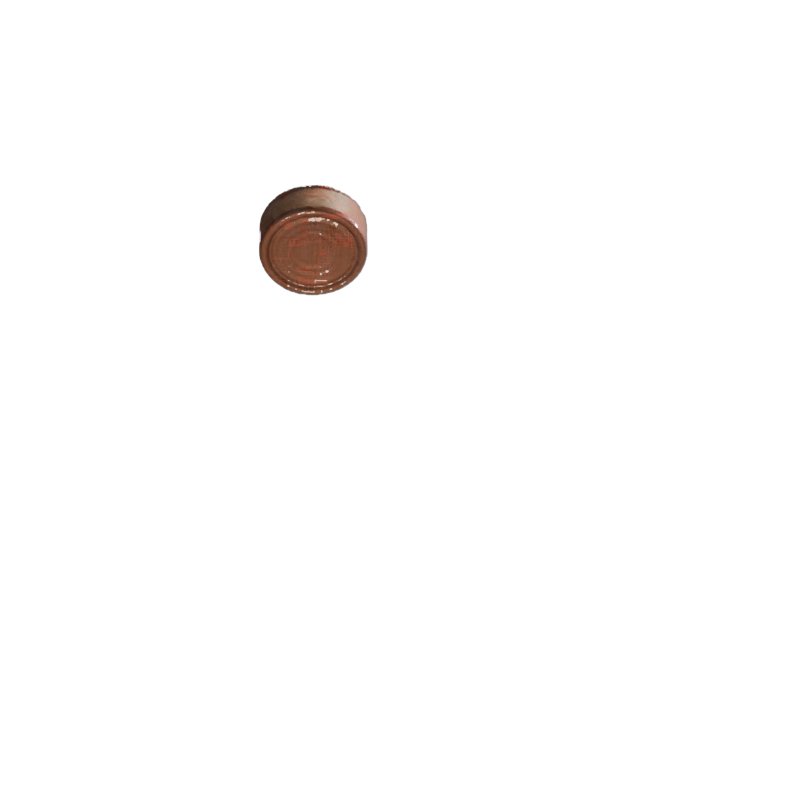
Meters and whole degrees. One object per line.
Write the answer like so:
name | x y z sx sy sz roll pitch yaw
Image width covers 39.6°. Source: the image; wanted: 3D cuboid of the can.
can | -0.068 -0.124 0.867 0.086 0.080 0.036 1 40 -1
